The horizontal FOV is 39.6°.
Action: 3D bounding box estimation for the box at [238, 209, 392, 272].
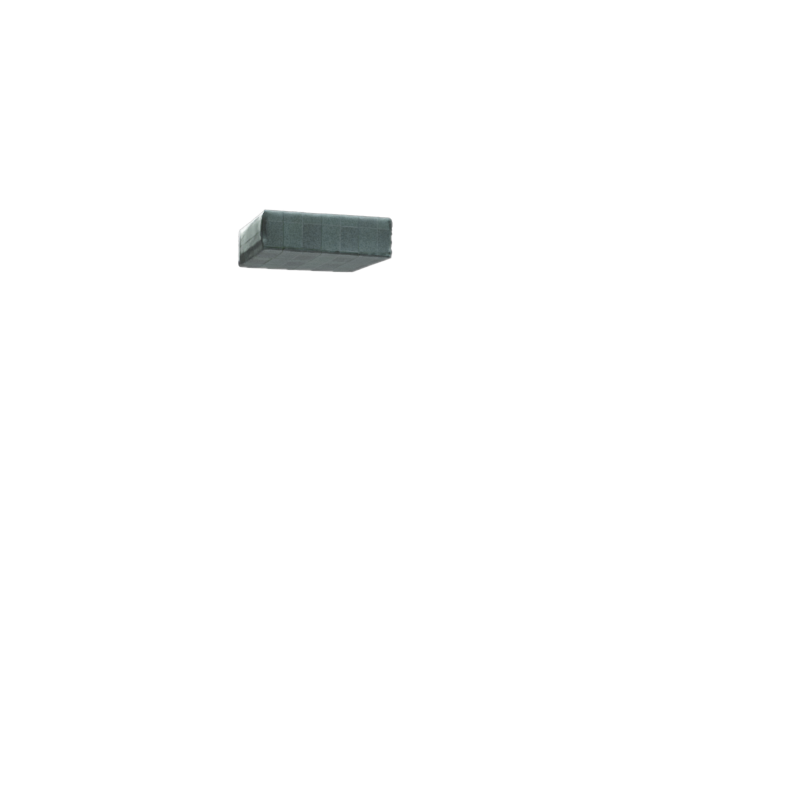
[{"bbox_3d":[-0.058,-0.106,0.745,0.087,0.031,0.074,1,-3,-18],"label":"box"}]
